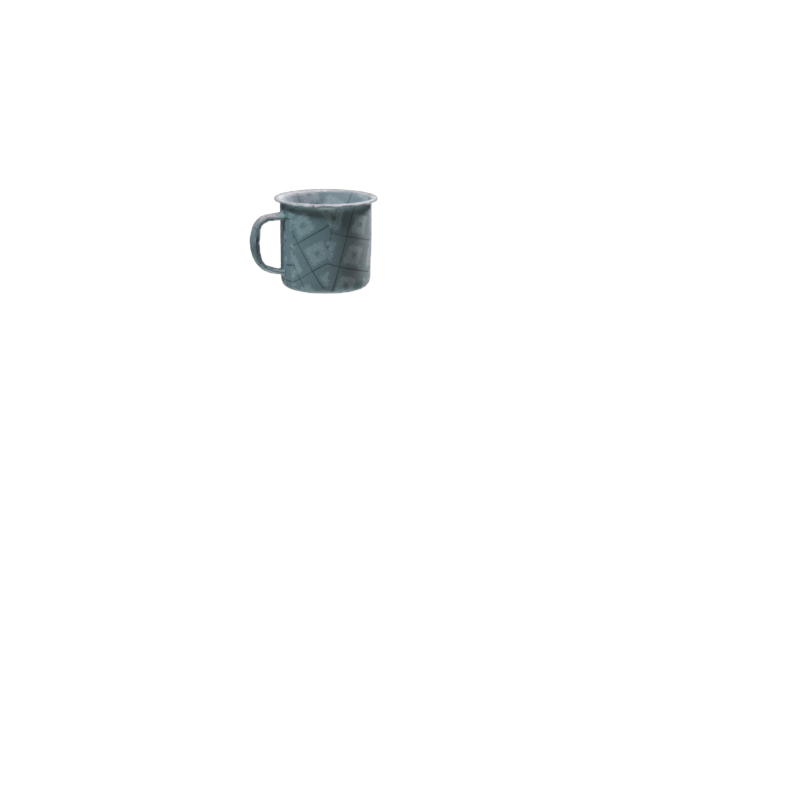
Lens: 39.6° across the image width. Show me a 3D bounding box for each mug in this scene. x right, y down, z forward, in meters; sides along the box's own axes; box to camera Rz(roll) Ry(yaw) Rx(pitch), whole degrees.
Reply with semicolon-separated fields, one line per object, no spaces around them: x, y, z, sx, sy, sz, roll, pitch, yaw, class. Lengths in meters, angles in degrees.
-0.078;-0.142;0.997;0.114;0.079;0.098;-7;18;-22;mug
